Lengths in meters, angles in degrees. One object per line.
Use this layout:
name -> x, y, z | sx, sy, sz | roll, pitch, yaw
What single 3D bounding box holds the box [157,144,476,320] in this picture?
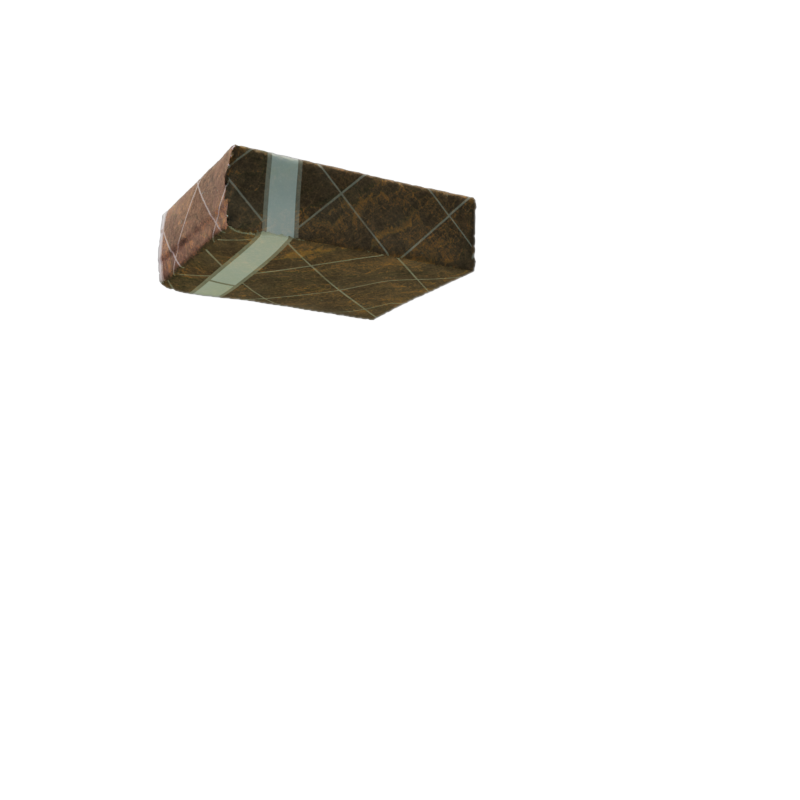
box -> -0.037, -0.068, 0.476 | 0.109, 0.040, 0.090 | 6, -14, -26
